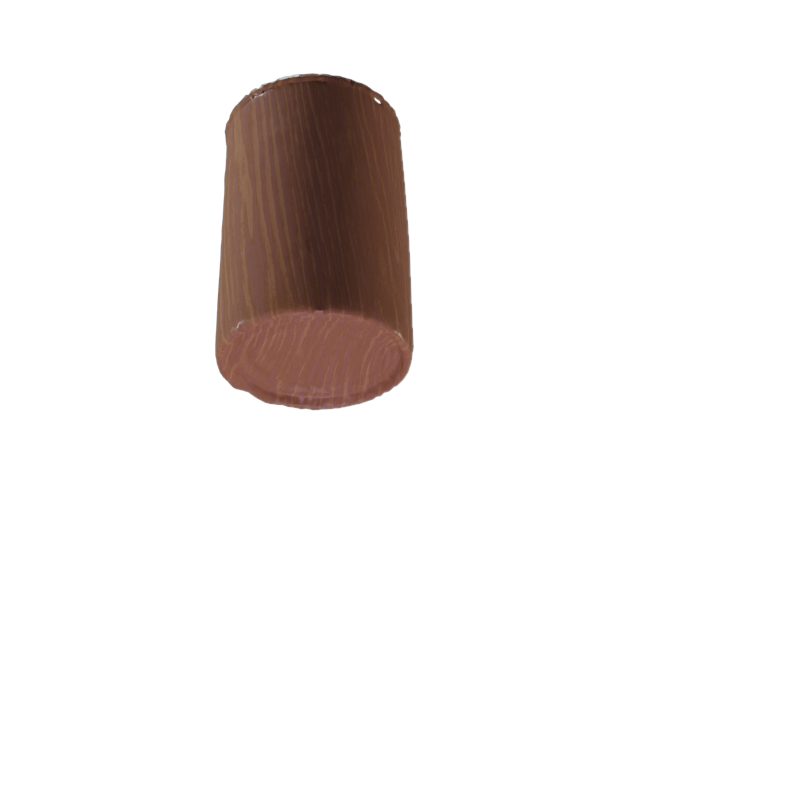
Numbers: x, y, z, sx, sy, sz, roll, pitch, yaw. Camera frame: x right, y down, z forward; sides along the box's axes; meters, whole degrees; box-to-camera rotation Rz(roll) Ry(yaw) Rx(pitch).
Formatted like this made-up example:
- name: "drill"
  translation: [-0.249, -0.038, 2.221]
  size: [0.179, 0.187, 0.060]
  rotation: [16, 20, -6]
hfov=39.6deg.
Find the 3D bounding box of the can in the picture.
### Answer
- name: "can"
  translation: [-0.031, -0.057, 0.398]
  size: [0.068, 0.109, 0.064]
  rotation: [-1, -33, -2]
